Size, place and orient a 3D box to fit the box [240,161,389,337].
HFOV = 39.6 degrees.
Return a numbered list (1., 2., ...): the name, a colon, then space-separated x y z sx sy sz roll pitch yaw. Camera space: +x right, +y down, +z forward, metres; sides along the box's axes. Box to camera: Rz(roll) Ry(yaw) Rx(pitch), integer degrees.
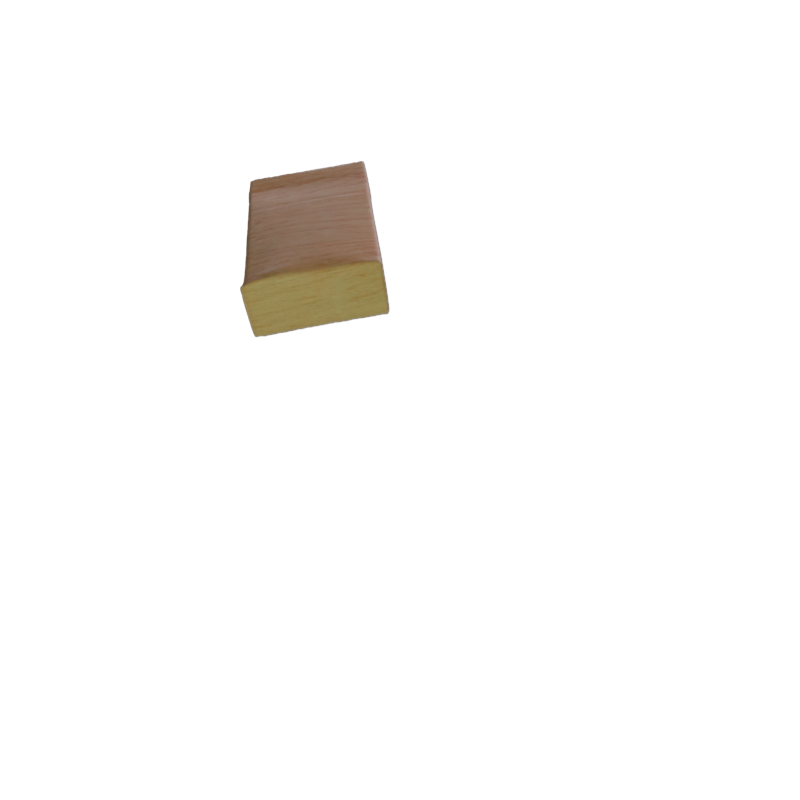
1. box: -0.061 -0.112 0.788 0.093 0.045 0.187 -10 30 2
